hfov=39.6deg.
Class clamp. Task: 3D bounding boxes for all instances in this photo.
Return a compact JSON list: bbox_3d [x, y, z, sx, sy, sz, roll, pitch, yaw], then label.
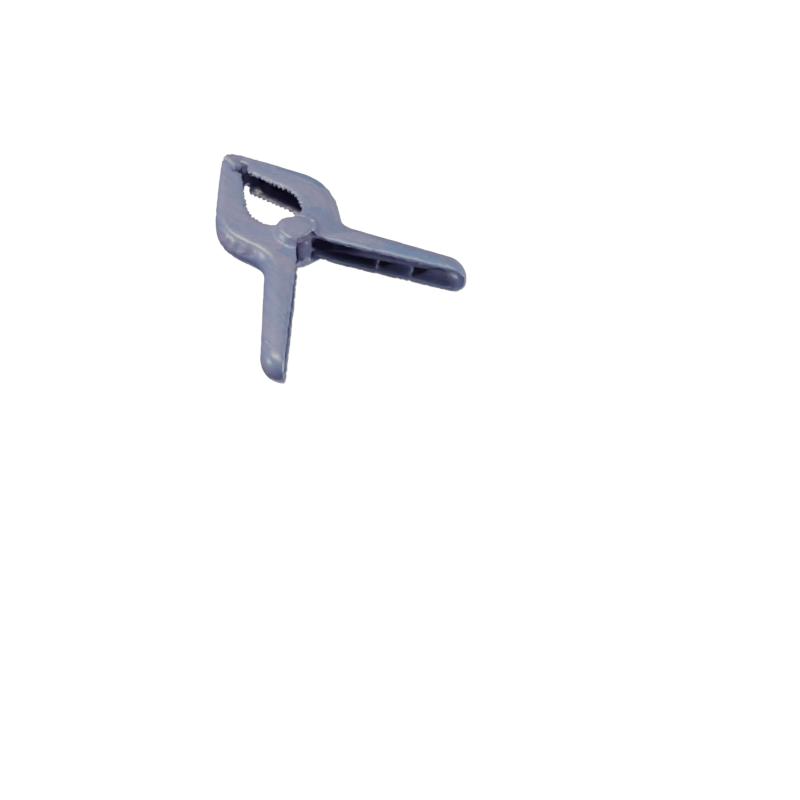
[{"bbox_3d":[-0.064,-0.117,0.818,0.163,0.227,0.034,-21,-38,-18],"label":"clamp"}]
